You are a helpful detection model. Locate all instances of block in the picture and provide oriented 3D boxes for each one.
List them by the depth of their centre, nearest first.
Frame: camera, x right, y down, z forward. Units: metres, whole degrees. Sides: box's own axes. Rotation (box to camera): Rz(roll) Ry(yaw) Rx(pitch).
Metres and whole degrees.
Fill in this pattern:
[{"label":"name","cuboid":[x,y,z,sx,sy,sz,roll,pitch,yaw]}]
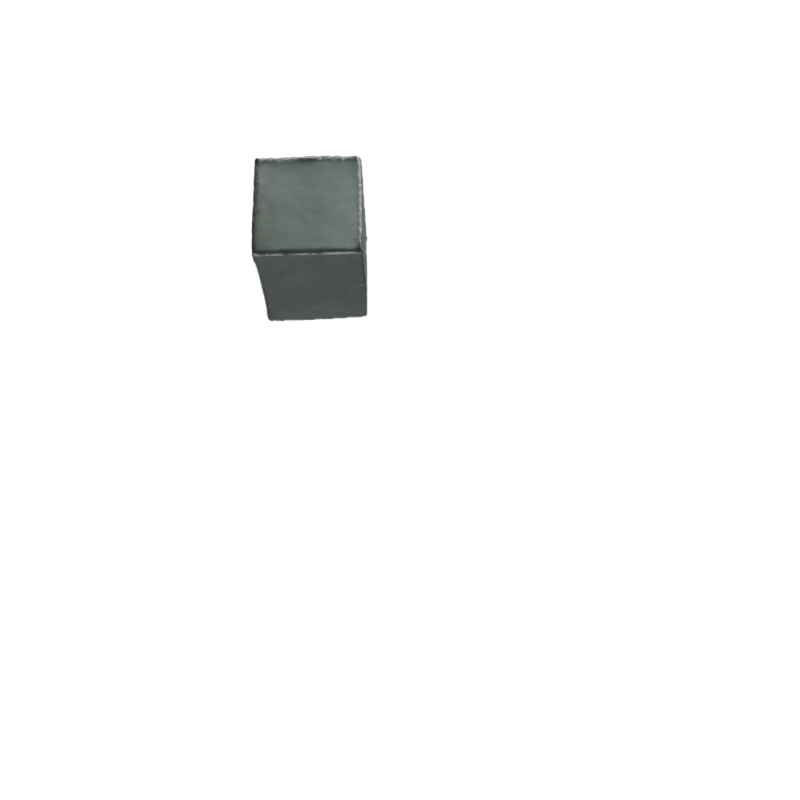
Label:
[{"label":"block","cuboid":[-0.043,-0.078,0.544,0.053,0.054,0.074,-1,-23,0]}]
